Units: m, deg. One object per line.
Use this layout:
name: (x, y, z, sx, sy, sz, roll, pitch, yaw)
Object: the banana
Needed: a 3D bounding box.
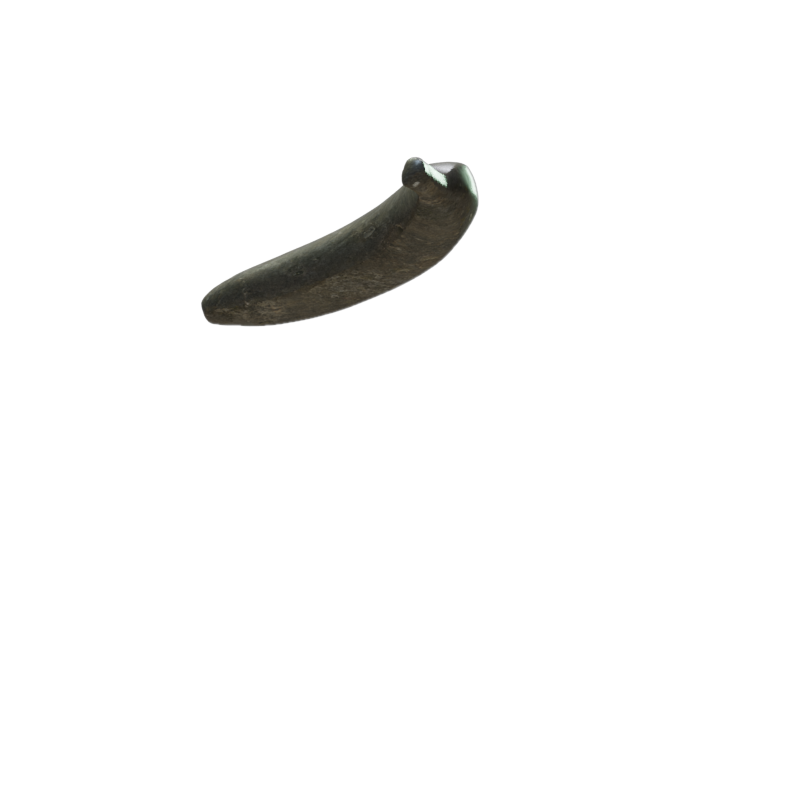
banana: (-0.023, -0.072, 0.520, 0.066, 0.039, 0.197, 12, -21, -32)
